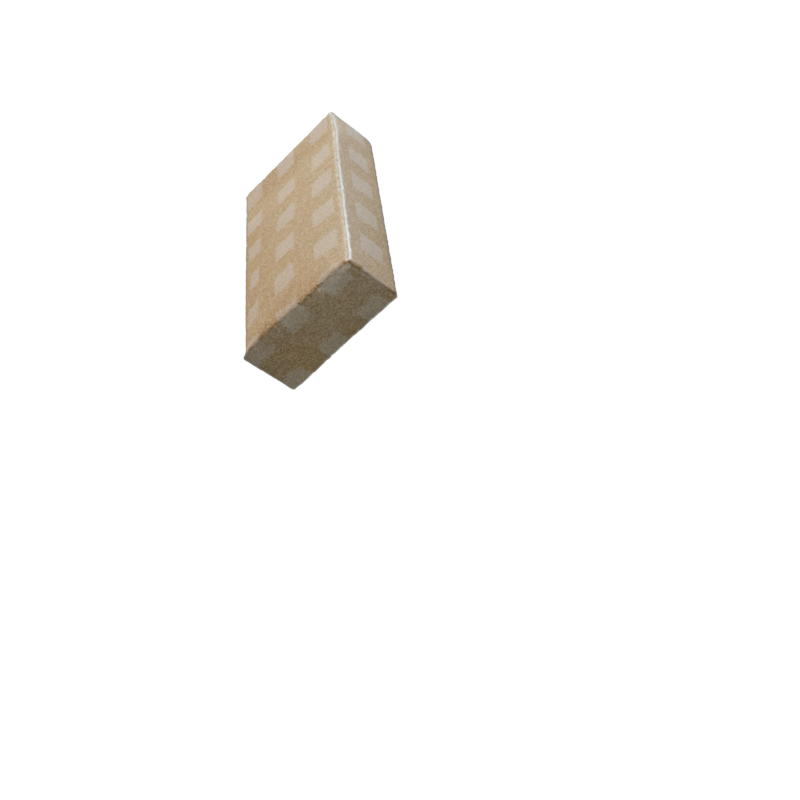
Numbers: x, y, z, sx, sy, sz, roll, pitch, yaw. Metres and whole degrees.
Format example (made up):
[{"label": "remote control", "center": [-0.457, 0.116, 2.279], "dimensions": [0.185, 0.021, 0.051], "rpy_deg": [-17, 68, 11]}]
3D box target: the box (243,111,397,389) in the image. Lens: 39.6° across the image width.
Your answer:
[{"label": "box", "center": [-0.054, -0.099, 0.693], "dimensions": [0.045, 0.189, 0.092], "rpy_deg": [36, -62, -28]}]
